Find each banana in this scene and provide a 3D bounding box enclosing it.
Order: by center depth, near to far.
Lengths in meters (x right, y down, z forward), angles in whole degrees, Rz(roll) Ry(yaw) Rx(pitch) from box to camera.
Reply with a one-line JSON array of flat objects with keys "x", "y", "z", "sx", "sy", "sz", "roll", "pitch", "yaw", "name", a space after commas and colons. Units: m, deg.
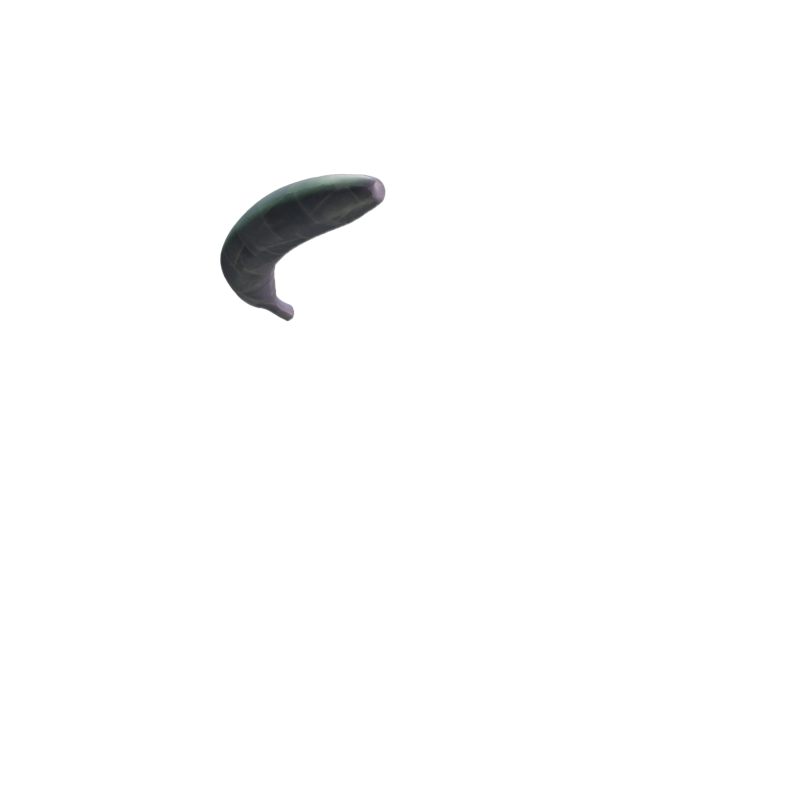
[{"x": -0.075, "y": -0.102, "z": 0.712, "sx": 0.068, "sy": 0.038, "sz": 0.194, "roll": 7, "pitch": -19, "yaw": -20, "name": "banana"}]
